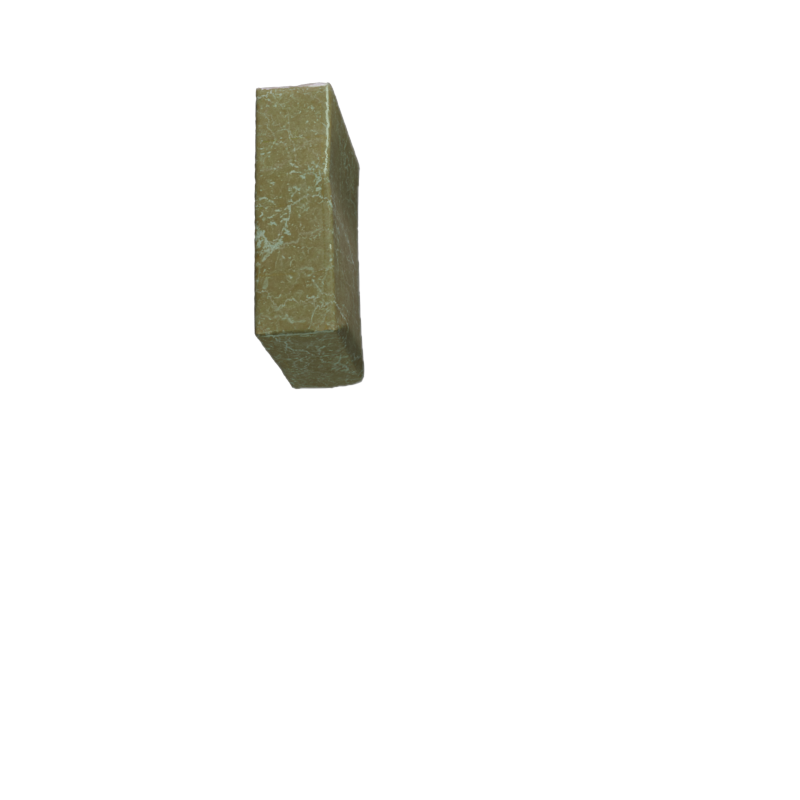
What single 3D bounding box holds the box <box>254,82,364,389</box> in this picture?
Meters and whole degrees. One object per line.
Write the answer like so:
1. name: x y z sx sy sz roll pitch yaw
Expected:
1. box: -0.073 -0.133 0.929 0.072 0.224 0.155 -4 -19 6
